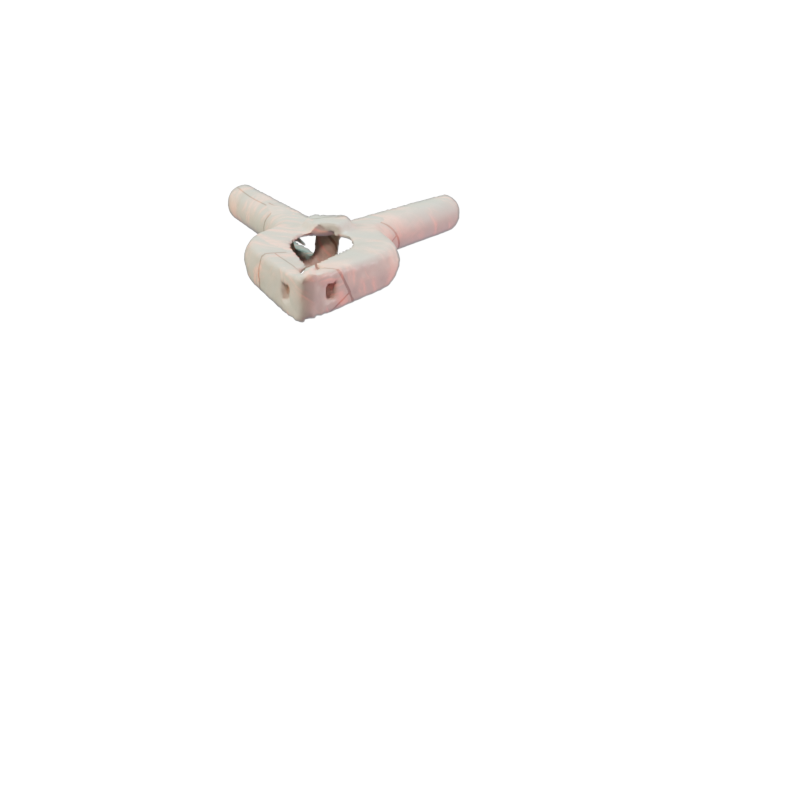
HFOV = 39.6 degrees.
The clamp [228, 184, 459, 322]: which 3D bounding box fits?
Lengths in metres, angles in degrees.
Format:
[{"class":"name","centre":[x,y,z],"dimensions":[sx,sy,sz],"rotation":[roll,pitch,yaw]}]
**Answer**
[{"class":"clamp","centre":[-0.056,-0.102,0.713],"dimensions":[0.168,0.035,0.216],"rotation":[5,25,11]}]
